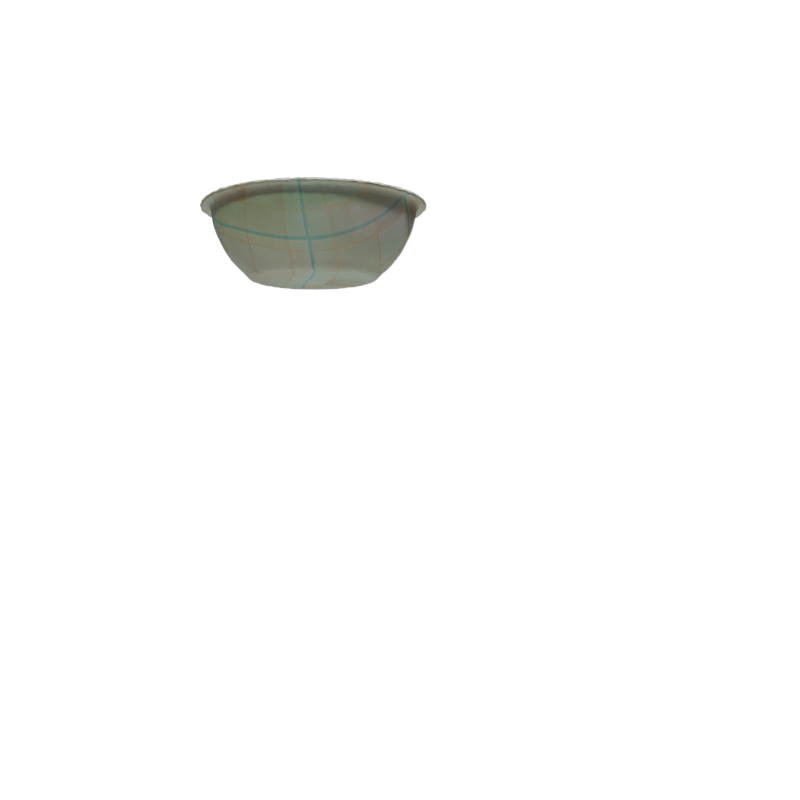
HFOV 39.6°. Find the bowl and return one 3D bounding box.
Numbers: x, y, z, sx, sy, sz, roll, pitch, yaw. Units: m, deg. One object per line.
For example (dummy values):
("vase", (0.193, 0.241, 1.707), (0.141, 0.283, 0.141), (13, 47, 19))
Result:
("bowl", (-0.062, -0.113, 0.789), (0.162, 0.056, 0.159), (0, -5, -2))
